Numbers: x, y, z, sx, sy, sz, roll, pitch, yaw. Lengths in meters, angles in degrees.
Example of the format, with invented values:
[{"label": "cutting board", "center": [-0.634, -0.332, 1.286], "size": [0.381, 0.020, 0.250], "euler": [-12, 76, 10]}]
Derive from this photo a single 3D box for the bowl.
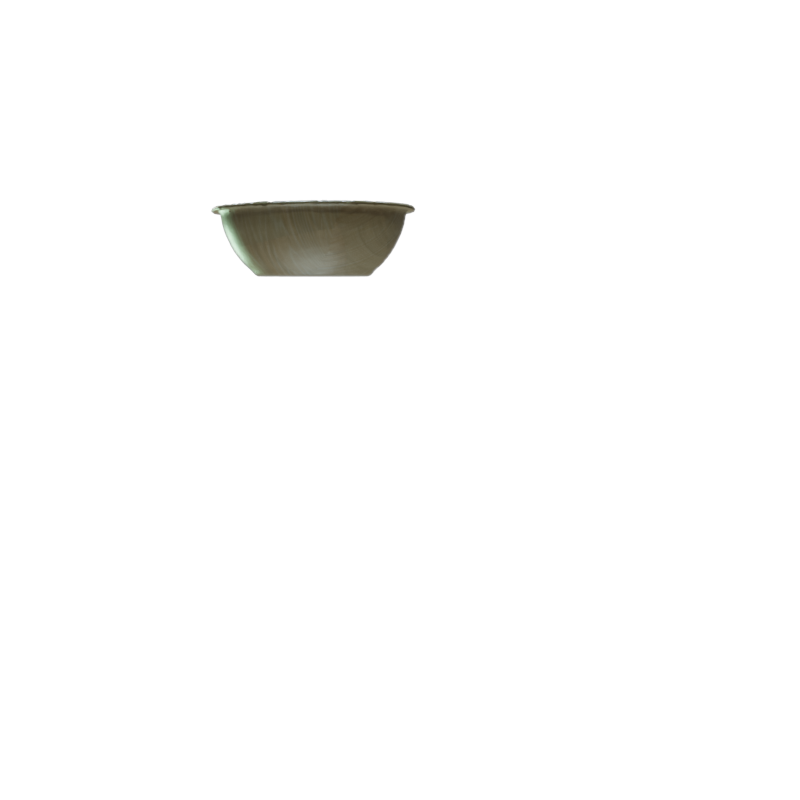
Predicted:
[{"label": "bowl", "center": [-0.069, -0.125, 0.879], "size": [0.162, 0.055, 0.163], "euler": [0, 5, -2]}]
